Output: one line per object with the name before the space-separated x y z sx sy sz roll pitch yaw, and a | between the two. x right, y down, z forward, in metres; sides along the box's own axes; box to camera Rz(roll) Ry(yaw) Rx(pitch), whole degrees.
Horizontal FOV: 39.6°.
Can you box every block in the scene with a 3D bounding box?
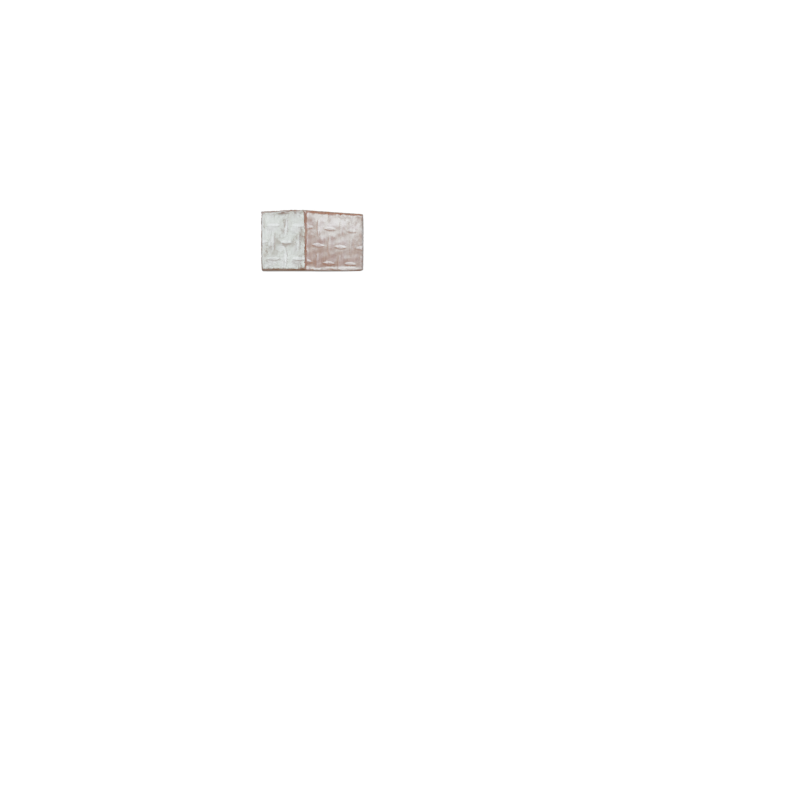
block | -0.074 -0.136 0.949 0.055 0.051 0.075 2 4 39
